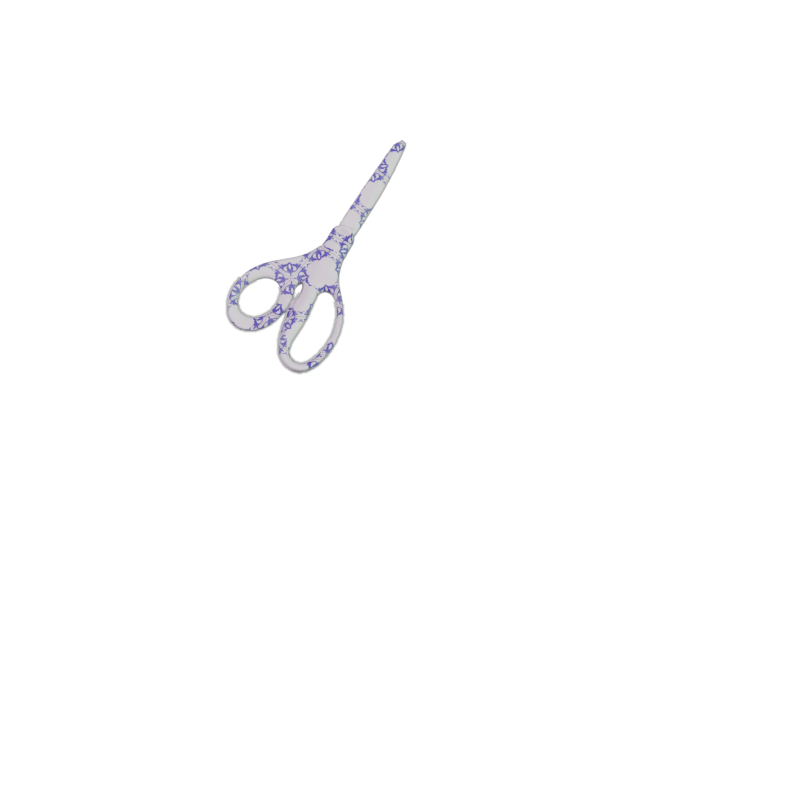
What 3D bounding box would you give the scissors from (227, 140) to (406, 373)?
[{"bbox_3d":[-0.066,-0.120,0.837,0.097,0.210,0.015,13,-20,5],"label":"scissors"}]
